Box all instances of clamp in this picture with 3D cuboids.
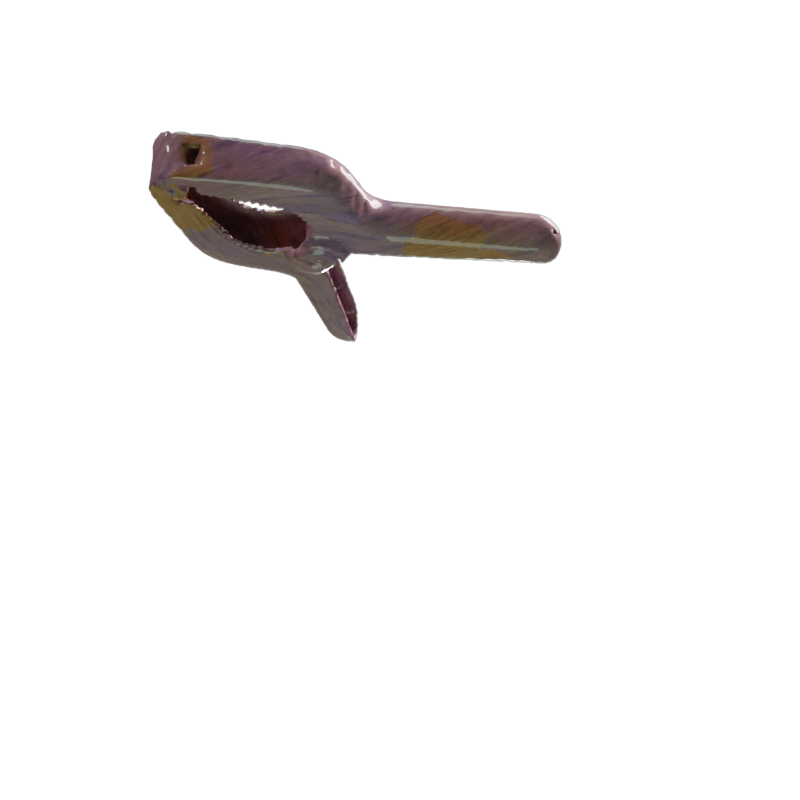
[{"bbox_3d":[-0.045,-0.083,0.579,0.199,0.038,0.164,16,-27,-34],"label":"clamp"}]
